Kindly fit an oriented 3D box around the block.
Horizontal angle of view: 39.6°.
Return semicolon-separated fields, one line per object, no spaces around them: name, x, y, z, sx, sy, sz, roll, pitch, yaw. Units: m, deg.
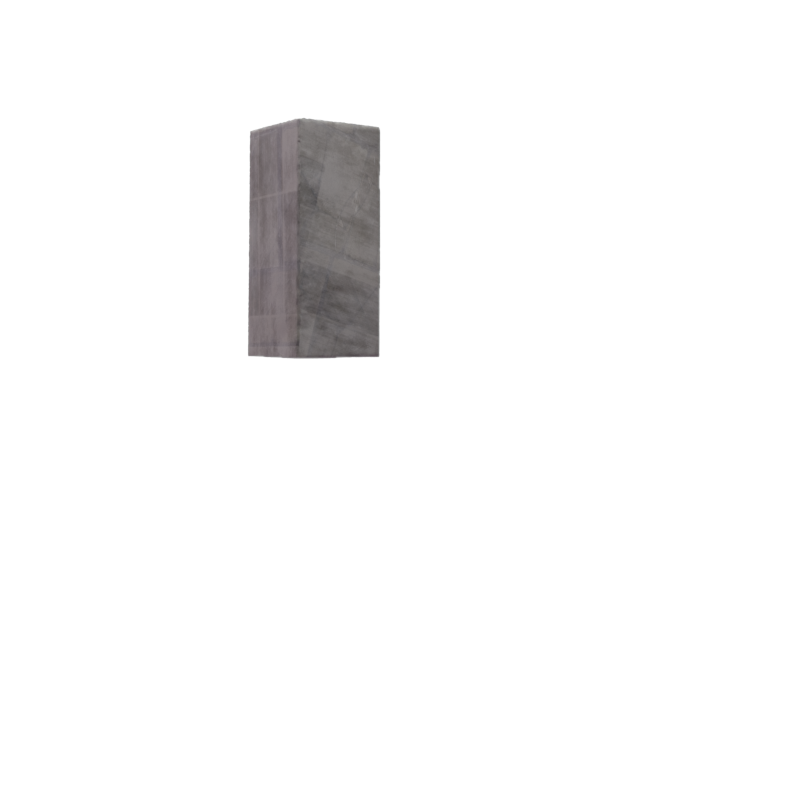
block;-0.078;-0.143;1.000;0.087;0.208;0.094;2;-3;-36
